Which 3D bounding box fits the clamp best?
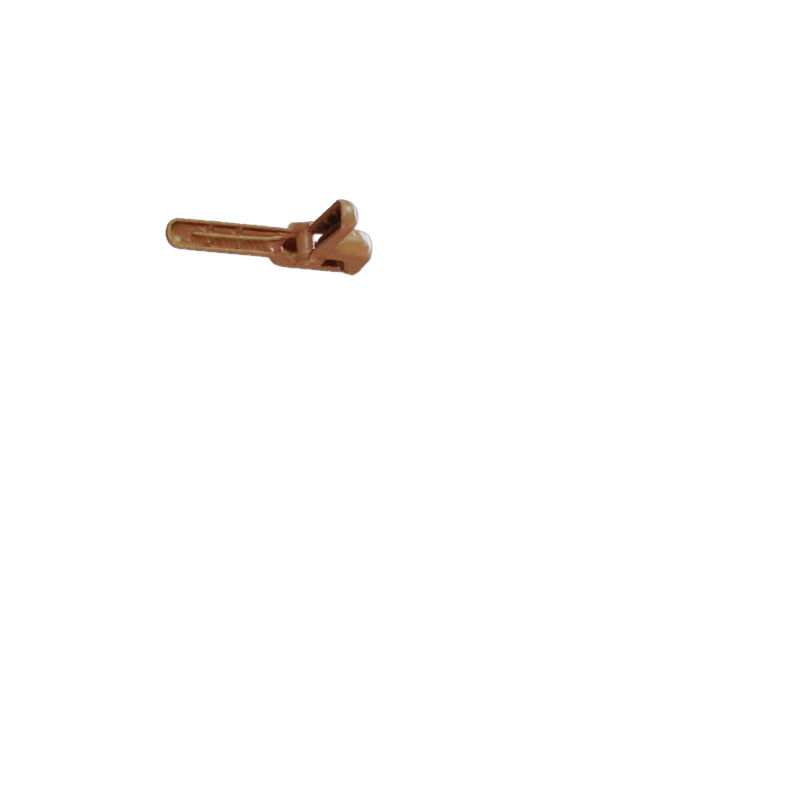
[{"bbox_3d":[-0.074,-0.134,0.941,0.169,0.037,0.200,-2,-3,29],"label":"clamp"}]
